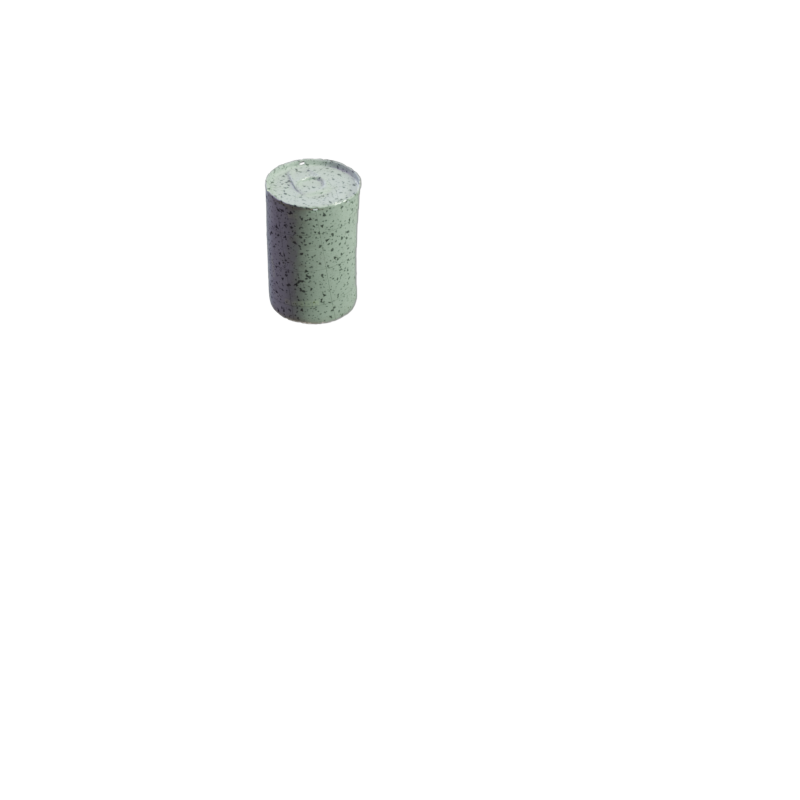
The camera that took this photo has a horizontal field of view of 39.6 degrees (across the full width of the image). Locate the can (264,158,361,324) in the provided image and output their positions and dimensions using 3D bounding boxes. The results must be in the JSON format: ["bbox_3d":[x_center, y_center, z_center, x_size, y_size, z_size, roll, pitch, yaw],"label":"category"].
[{"bbox_3d":[-0.063,-0.115,0.803,0.068,0.096,0.073,0,37,-3],"label":"can"}]
